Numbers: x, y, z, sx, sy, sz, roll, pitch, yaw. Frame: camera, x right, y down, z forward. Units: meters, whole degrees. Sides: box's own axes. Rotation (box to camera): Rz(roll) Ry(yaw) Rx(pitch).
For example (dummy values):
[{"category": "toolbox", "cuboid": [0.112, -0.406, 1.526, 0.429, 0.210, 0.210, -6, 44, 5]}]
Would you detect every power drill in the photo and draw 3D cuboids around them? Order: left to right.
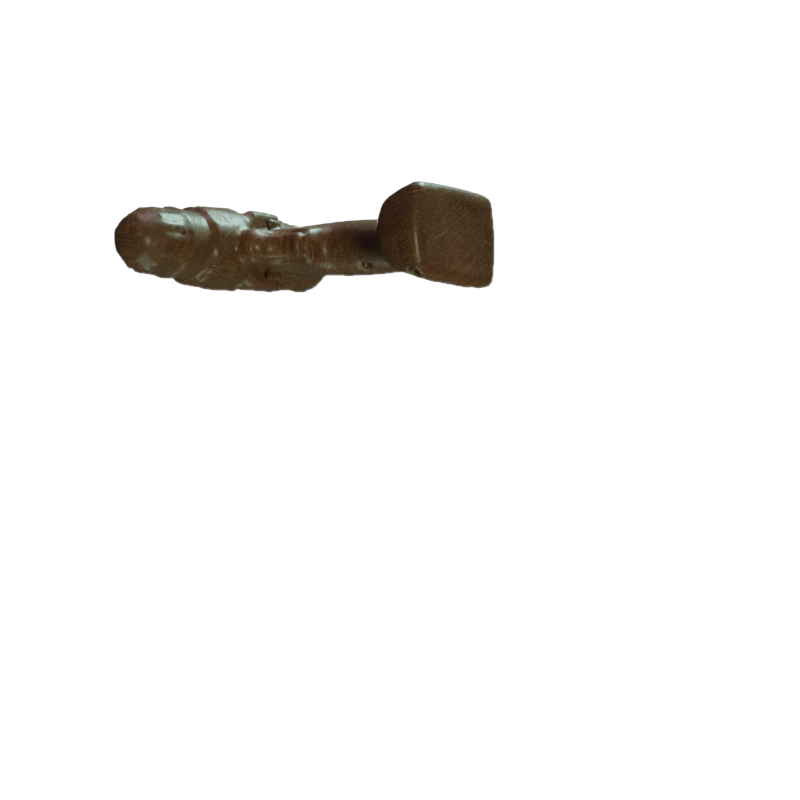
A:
[{"category": "power drill", "cuboid": [-0.052, -0.096, 0.669, 0.194, 0.057, 0.178, 2, 4, 33]}]
